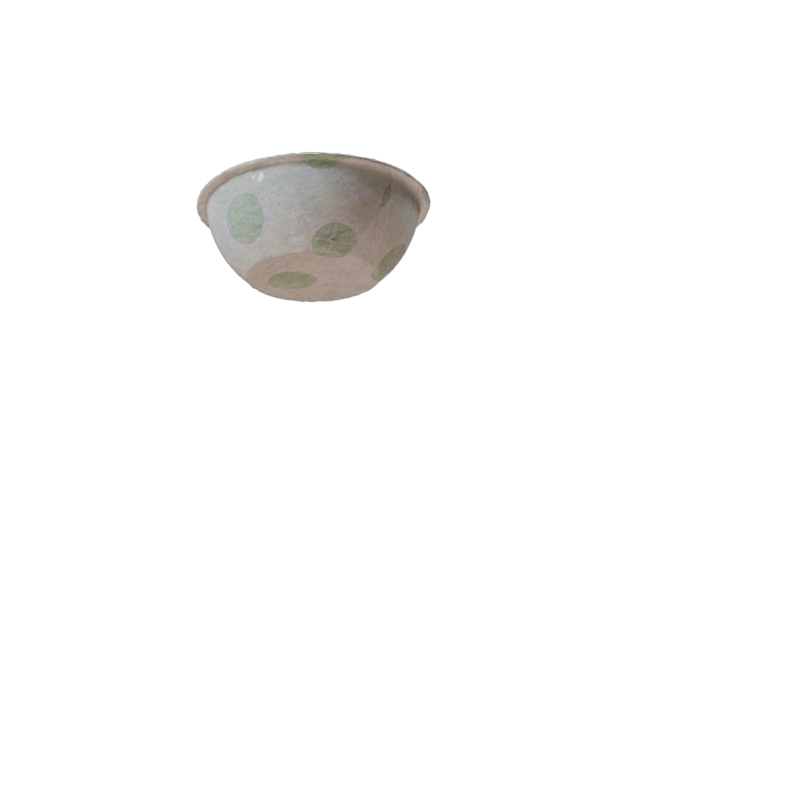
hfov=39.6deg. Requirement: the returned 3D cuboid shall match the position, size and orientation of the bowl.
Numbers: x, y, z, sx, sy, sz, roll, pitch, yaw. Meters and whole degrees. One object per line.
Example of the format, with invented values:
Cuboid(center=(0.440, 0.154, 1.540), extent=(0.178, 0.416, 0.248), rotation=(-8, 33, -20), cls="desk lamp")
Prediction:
Cuboid(center=(-0.059, -0.108, 0.758), extent=(0.162, 0.058, 0.155), rotation=(0, -17, -2), cls="bowl")
